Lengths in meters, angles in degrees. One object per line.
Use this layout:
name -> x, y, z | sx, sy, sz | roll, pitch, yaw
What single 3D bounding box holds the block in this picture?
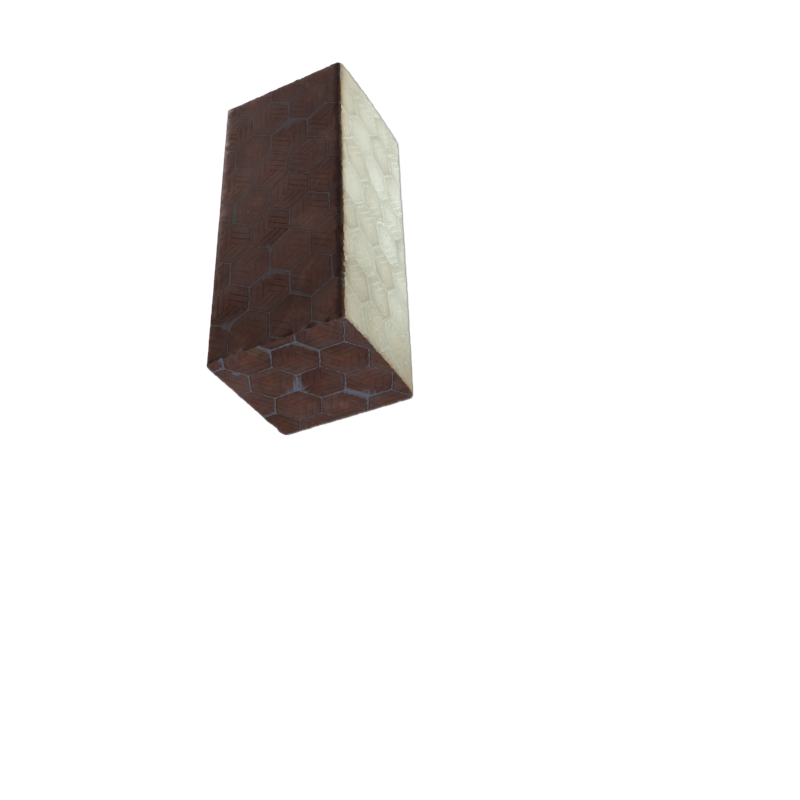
block -> -0.053, -0.098, 0.688 | 0.091, 0.221, 0.083 | -19, -40, 20
